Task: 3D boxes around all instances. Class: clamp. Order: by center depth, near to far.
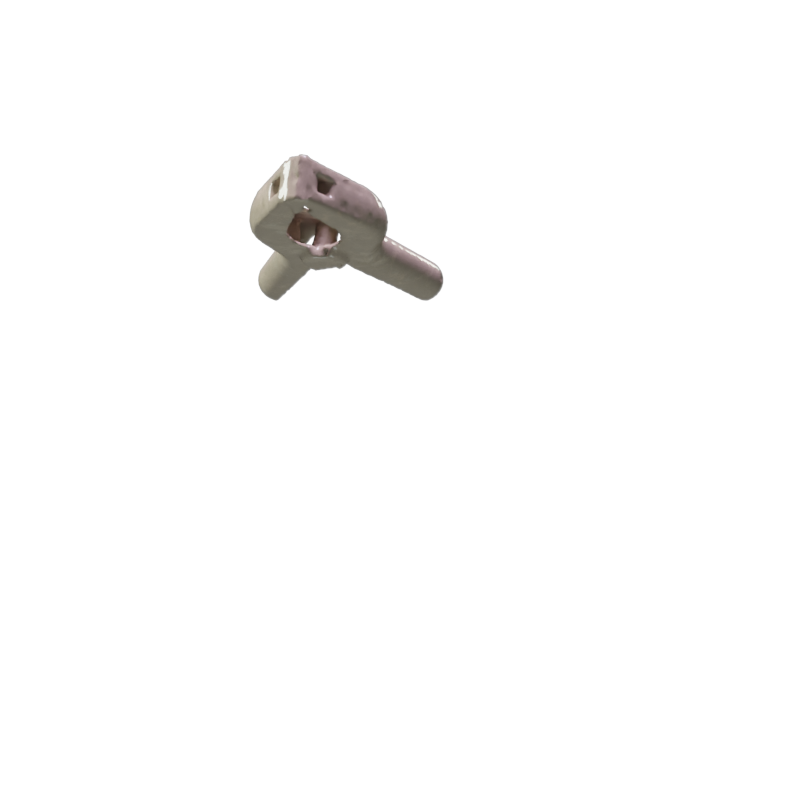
[{"bbox_3d":[-0.052,-0.095,0.666,0.122,0.041,0.160,-7,-22,18],"label":"clamp"}]
